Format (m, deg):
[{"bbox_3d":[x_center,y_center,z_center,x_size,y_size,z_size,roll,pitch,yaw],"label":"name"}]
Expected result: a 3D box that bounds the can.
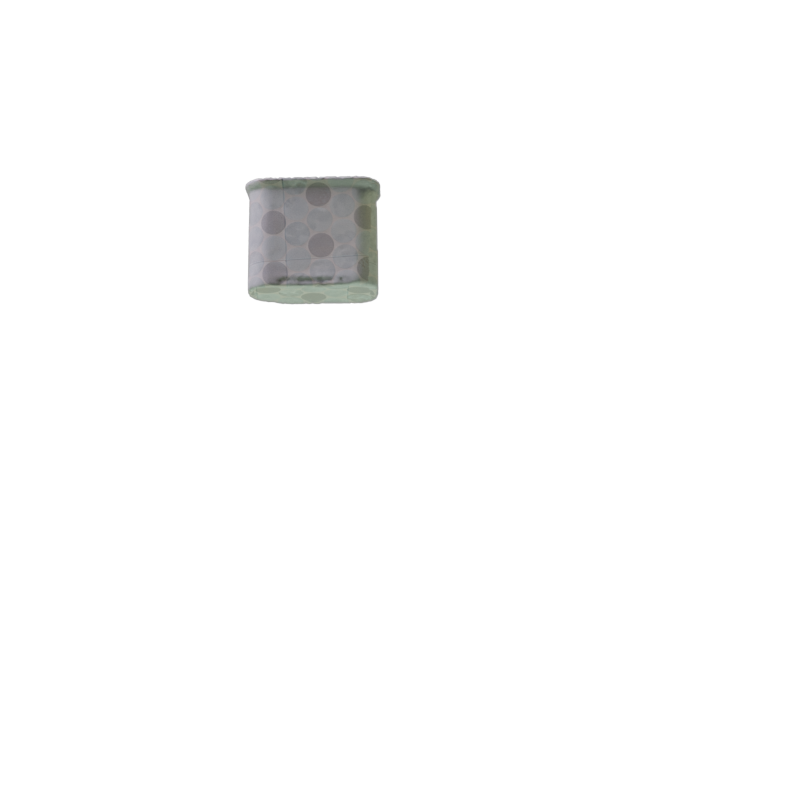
[{"bbox_3d":[-0.065,-0.119,0.831,0.102,0.087,0.055,-1,-15,2],"label":"can"}]
